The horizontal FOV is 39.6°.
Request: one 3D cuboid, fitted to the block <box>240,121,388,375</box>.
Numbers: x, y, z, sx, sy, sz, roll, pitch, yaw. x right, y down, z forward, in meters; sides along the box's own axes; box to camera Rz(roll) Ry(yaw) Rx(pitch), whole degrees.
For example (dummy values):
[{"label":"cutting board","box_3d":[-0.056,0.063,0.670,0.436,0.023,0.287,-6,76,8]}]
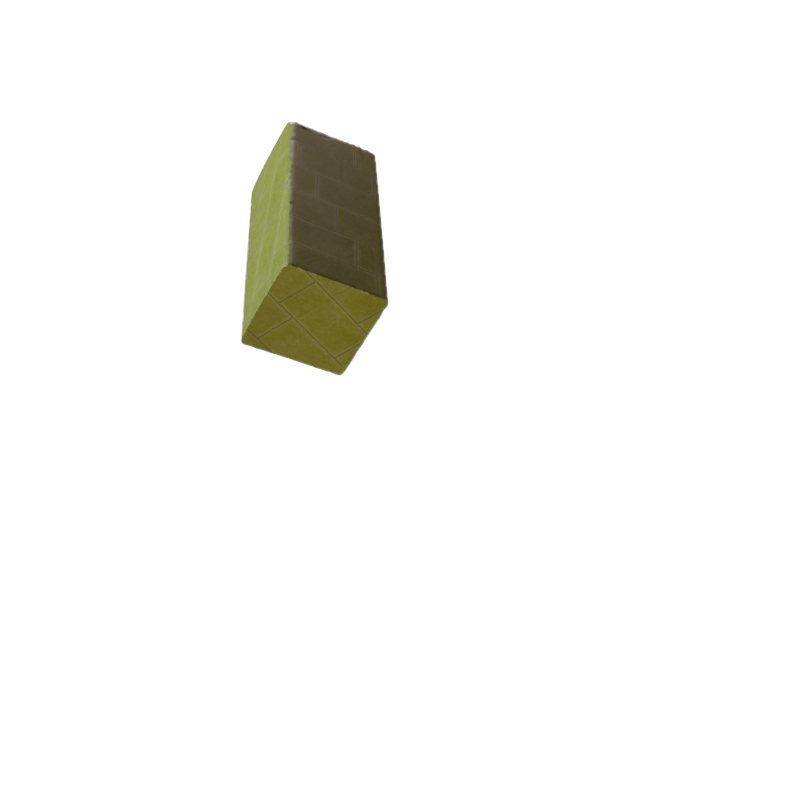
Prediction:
[{"label":"block","box_3d":[-0.073,-0.134,0.937,0.088,0.087,0.221,19,38,-19]}]
